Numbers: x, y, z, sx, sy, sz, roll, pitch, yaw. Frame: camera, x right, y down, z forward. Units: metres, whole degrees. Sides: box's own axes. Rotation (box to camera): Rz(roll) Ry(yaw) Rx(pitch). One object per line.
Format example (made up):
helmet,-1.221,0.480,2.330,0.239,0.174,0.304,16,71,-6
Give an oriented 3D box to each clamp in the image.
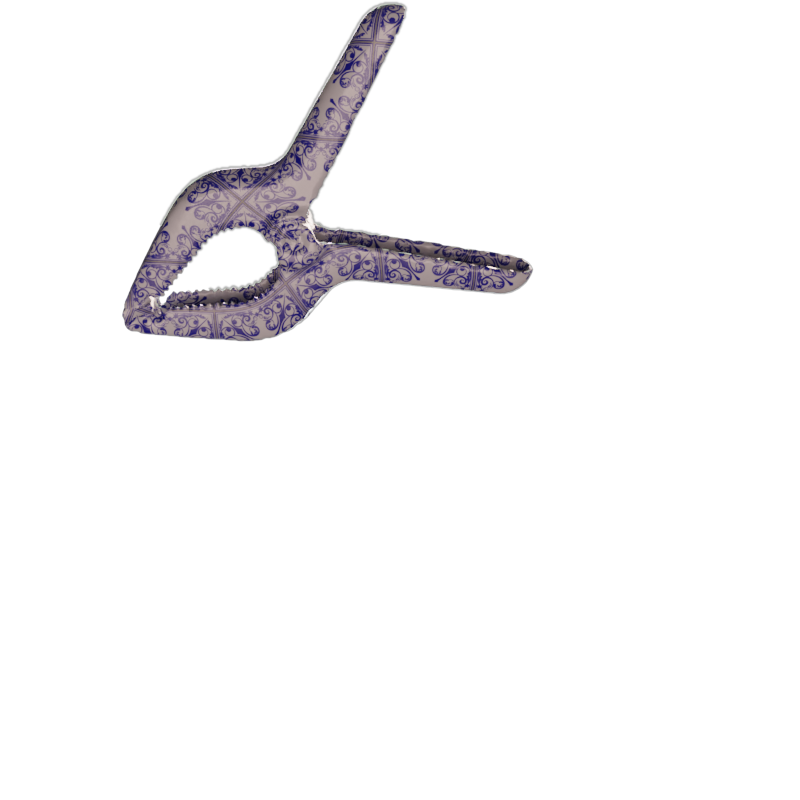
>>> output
clamp,-0.045,-0.082,0.578,0.209,0.158,0.038,-32,16,10
